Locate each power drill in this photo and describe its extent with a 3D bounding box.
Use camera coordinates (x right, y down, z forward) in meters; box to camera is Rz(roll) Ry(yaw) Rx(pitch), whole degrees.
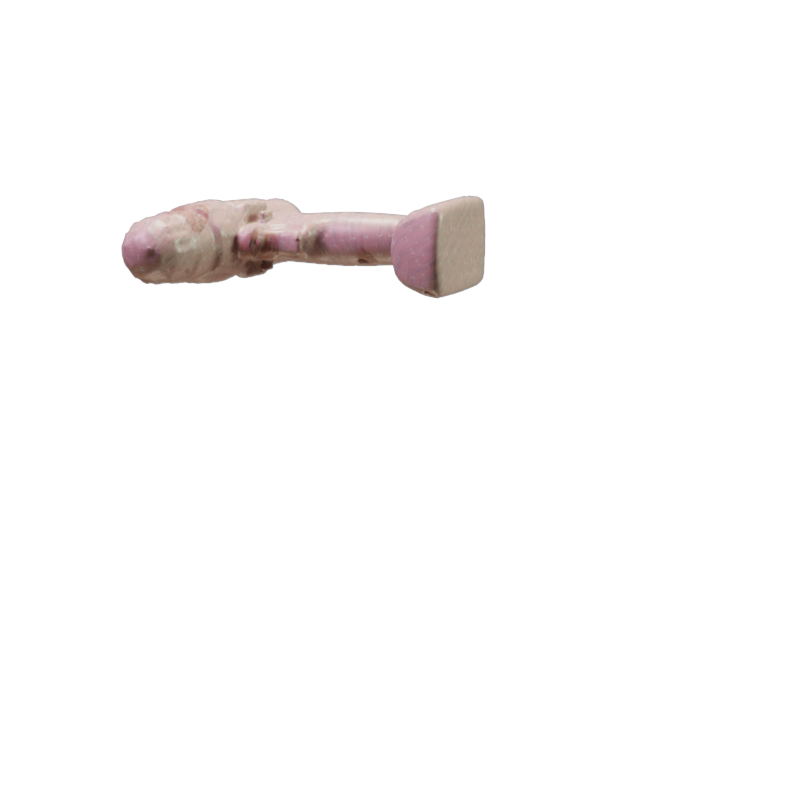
[{"bbox_3d":[-0.053,-0.097,0.681,0.194,0.056,0.183,6,16,23],"label":"power drill"}]
